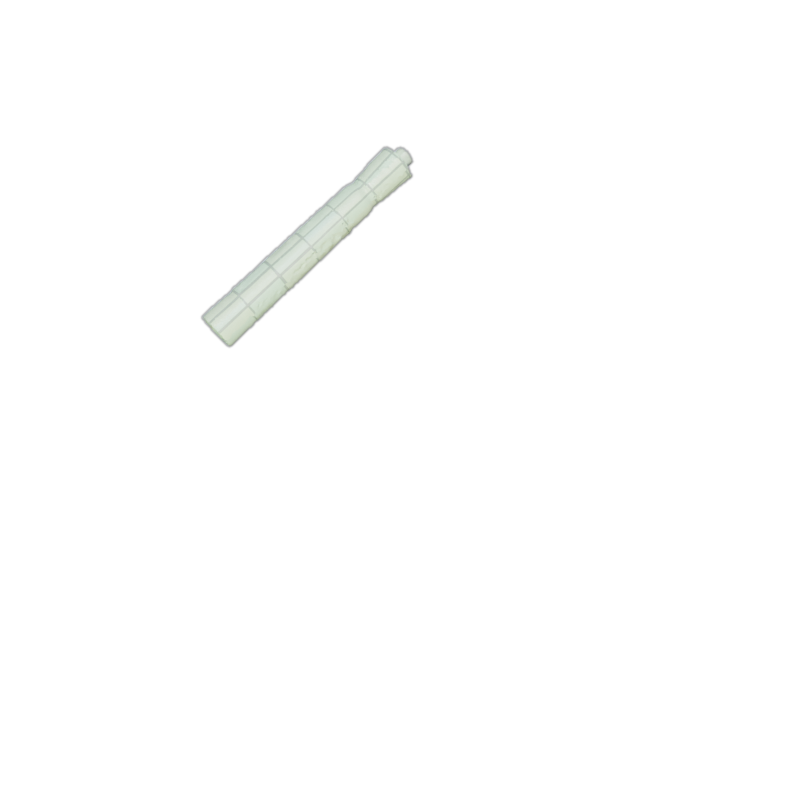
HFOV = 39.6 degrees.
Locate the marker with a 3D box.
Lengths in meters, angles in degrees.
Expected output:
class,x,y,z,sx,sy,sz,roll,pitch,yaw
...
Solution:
class,x,y,z,sx,sy,sz,roll,pitch,yaw
marker,-0.040,-0.072,0.504,0.122,0.019,0.020,-44,14,-10
